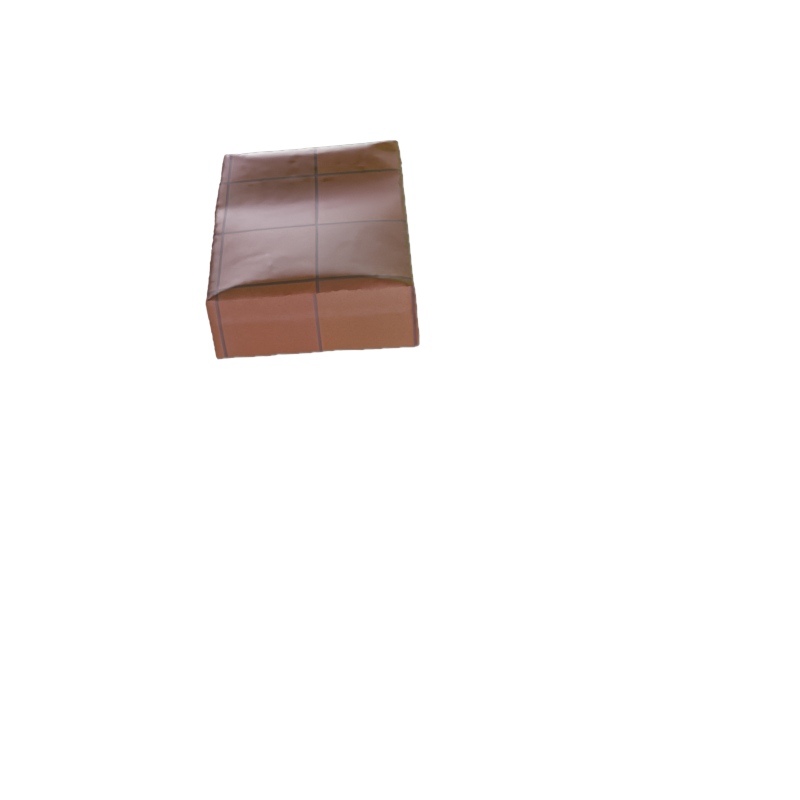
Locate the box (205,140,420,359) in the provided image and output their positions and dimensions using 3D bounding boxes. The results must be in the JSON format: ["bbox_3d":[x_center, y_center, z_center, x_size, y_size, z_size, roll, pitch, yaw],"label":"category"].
[{"bbox_3d":[-0.074,-0.134,0.939,0.164,0.067,0.229,-5,42,1],"label":"box"}]
